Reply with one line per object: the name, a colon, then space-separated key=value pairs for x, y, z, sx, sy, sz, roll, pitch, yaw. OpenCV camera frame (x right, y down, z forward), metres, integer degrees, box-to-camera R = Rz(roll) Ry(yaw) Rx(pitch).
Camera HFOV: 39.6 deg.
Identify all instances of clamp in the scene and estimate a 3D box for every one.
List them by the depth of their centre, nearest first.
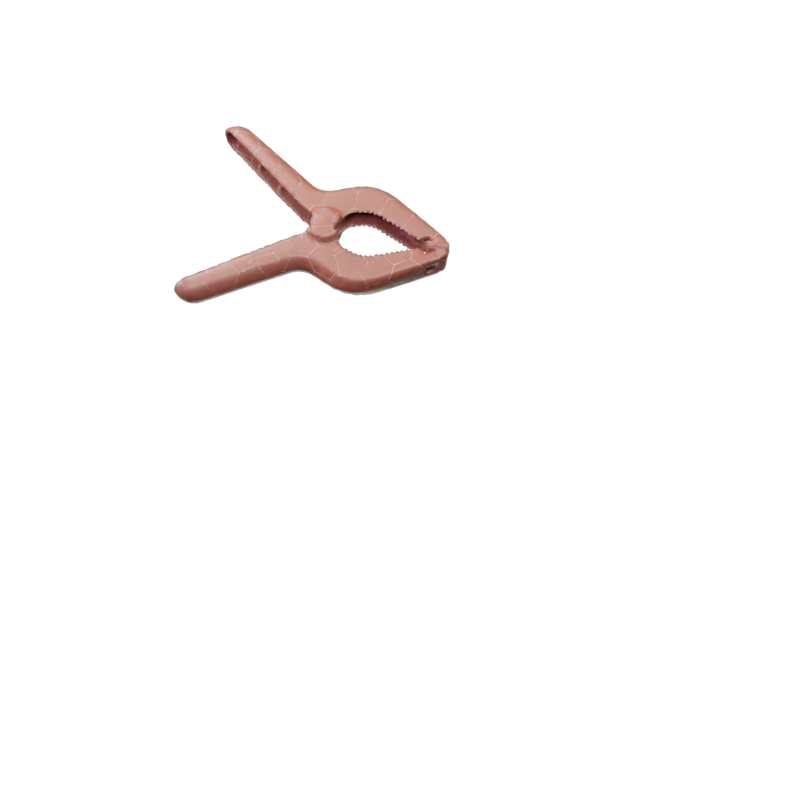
clamp: x=-0.069 y=-0.126 z=0.882 sx=0.214 sy=0.171 sz=0.034 roll=17 pitch=-26 yaw=8
